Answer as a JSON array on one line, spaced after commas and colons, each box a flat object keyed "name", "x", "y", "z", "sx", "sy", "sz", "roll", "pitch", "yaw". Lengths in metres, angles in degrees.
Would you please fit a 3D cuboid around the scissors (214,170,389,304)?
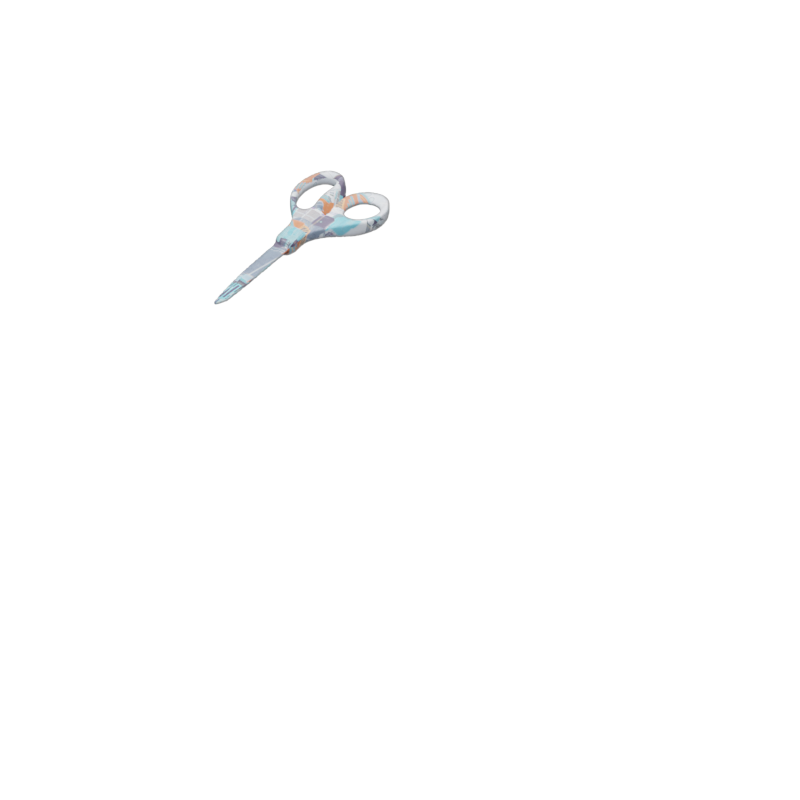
[{"name": "scissors", "x": -0.071, "y": -0.130, "z": 0.912, "sx": 0.098, "sy": 0.015, "sz": 0.212, "roll": 10, "pitch": 42, "yaw": 11}]
